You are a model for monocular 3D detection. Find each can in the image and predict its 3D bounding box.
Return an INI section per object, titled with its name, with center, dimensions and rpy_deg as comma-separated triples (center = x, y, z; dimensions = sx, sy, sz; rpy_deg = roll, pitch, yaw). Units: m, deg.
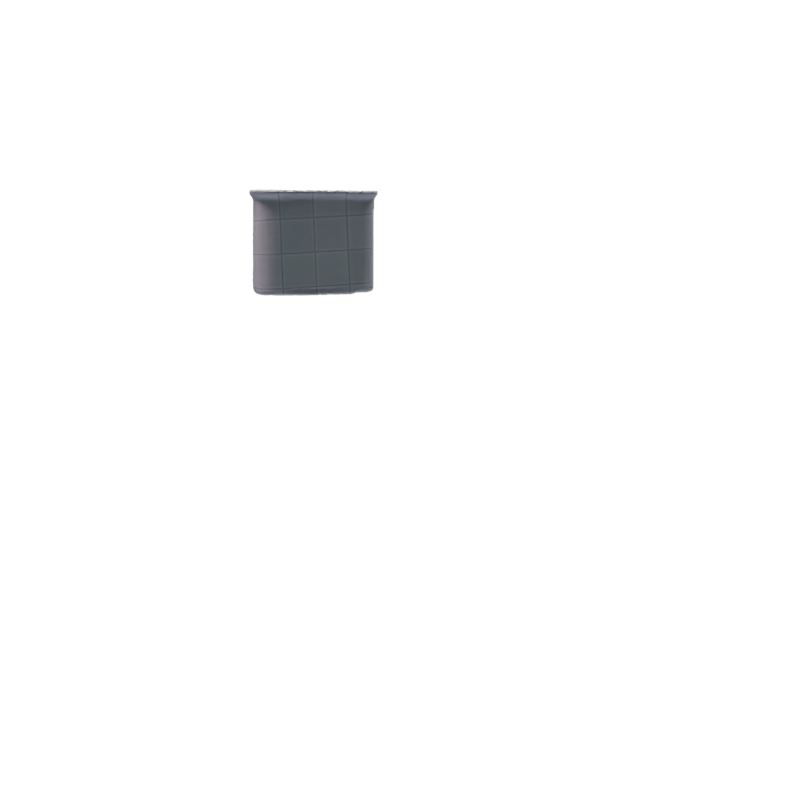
[can]
center = -0.071, -0.129, 0.902
dimensions = 0.100, 0.083, 0.059
rpy_deg = -2, 5, -16
